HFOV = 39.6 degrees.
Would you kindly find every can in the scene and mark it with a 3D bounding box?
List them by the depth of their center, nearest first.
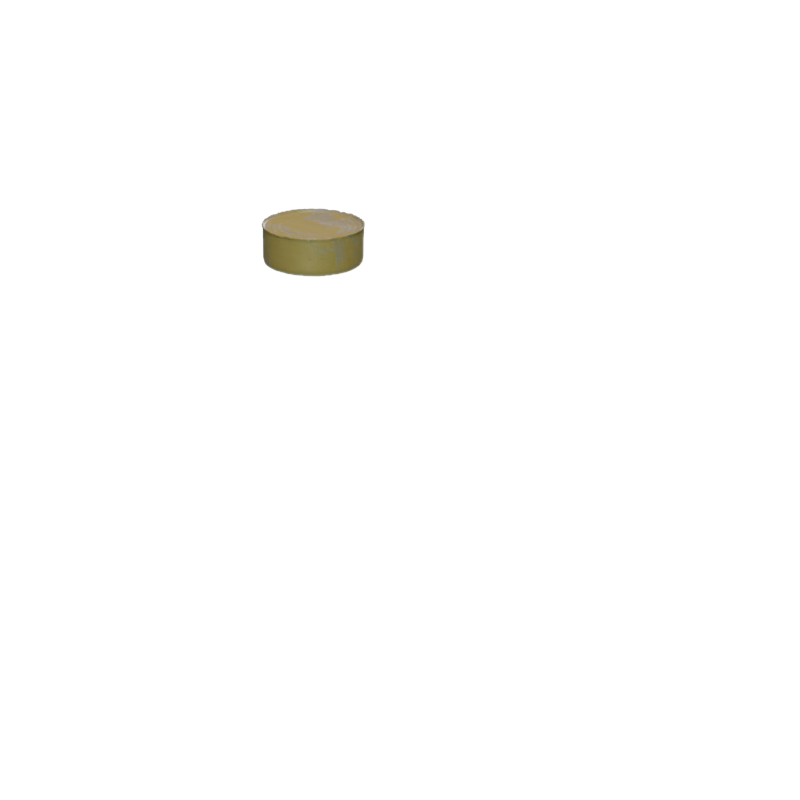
[{"bbox_3d":[-0.073,-0.132,0.926,0.086,0.032,0.090,-1,24,-2],"label":"can"}]
